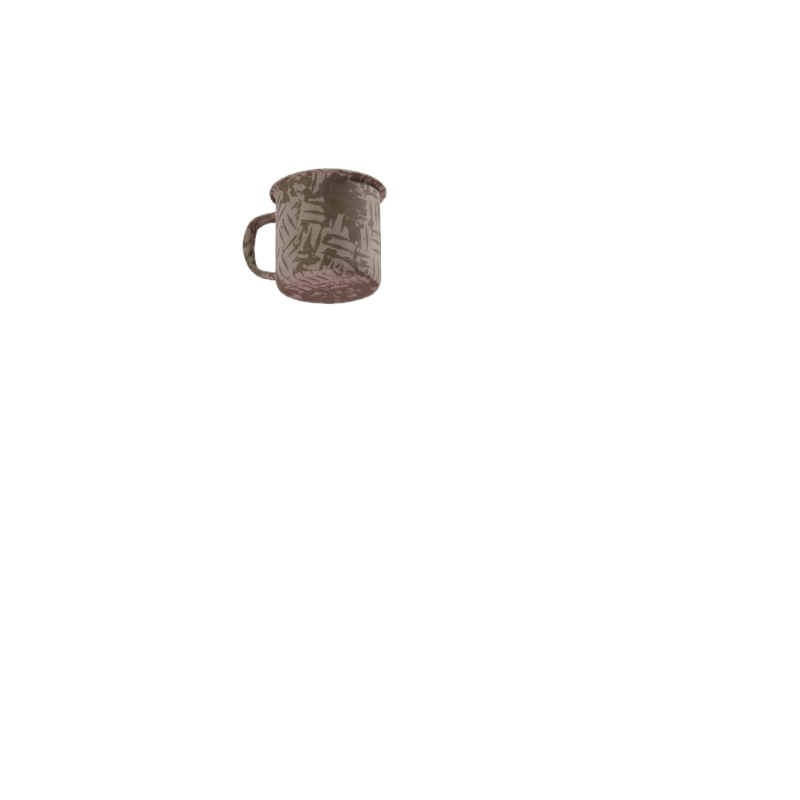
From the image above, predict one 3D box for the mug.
[{"bbox_3d":[-0.068,-0.124,0.865,0.119,0.085,0.088,-4,-17,13],"label":"mug"}]
